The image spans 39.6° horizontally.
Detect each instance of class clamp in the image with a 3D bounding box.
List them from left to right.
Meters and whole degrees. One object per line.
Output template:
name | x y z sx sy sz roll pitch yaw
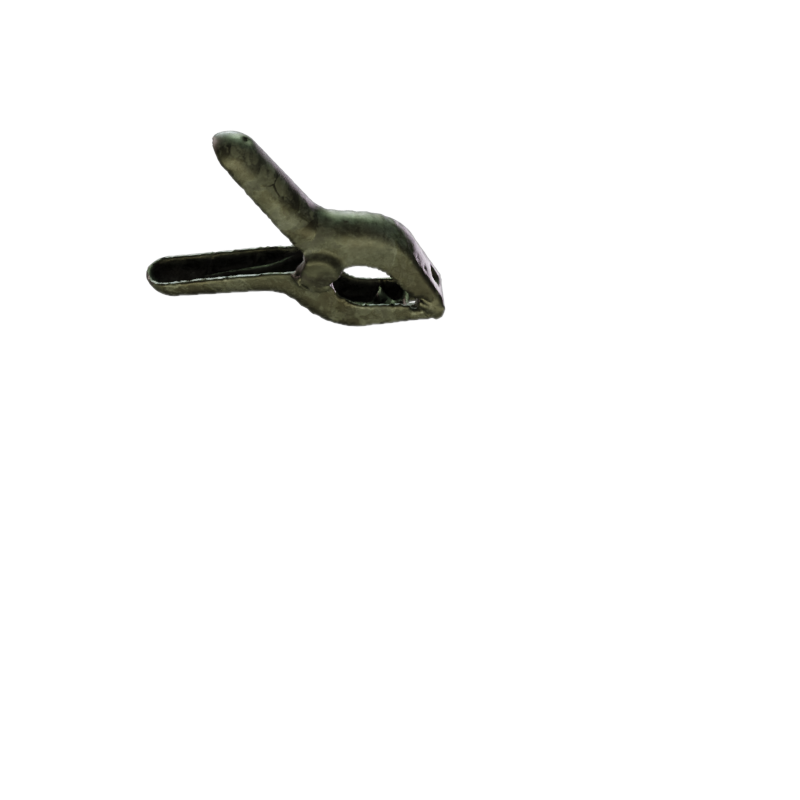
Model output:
clamp | -0.049 -0.089 0.621 0.168 0.042 0.115 10 -37 -14
